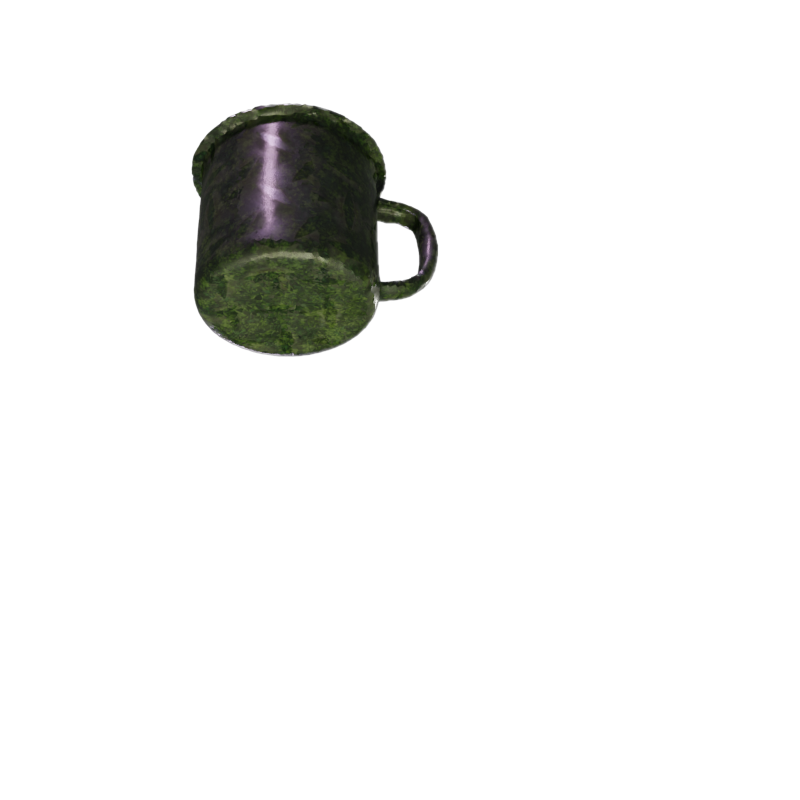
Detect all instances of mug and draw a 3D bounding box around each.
[{"bbox_3d":[-0.040,-0.073,0.508,0.115,0.087,0.089,8,-37,-13],"label":"mug"}]
